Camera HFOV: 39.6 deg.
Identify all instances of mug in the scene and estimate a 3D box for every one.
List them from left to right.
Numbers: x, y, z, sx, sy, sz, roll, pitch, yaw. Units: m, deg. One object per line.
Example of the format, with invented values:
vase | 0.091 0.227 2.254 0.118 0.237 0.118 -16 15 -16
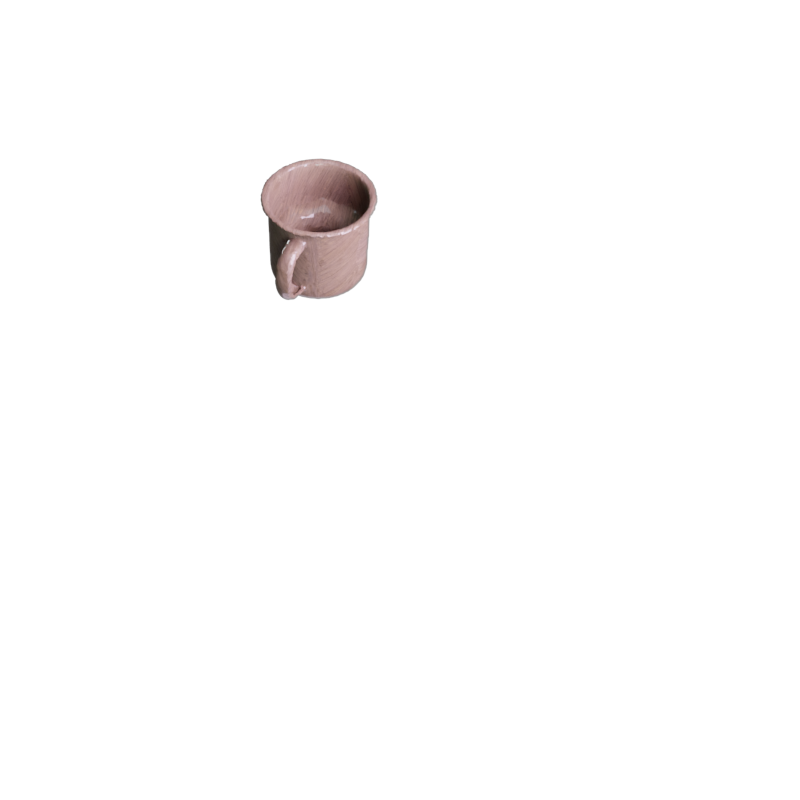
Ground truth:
mug | -0.071 -0.129 0.901 0.096 0.122 0.076 16 -40 12
